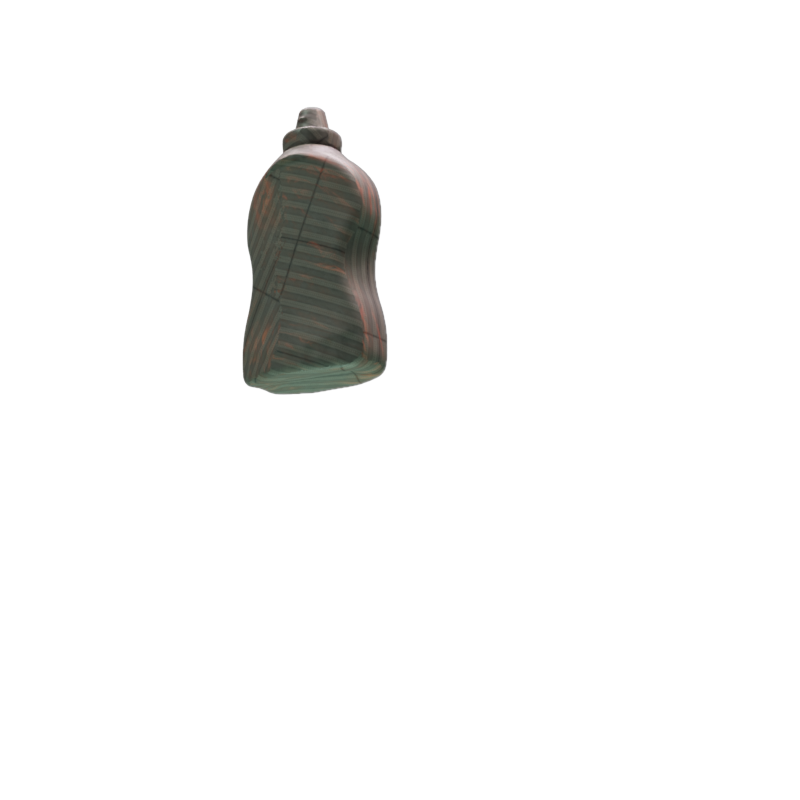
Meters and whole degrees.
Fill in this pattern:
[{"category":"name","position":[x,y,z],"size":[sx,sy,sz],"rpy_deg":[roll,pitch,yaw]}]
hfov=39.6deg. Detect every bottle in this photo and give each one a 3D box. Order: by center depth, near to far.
[{"category":"bottle","position":[-0.058,-0.105,0.734],"size":[0.098,0.201,0.055],"rpy_deg":[-14,-23,33]}]
